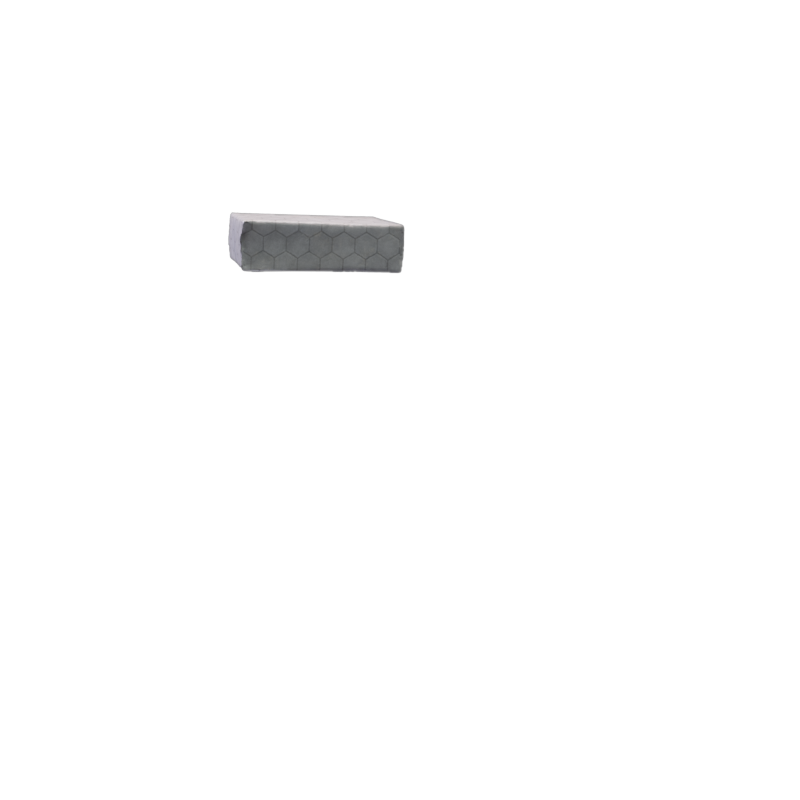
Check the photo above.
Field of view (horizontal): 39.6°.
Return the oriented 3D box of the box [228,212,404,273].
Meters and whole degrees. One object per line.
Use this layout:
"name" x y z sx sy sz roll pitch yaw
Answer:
"box" -0.061 -0.112 0.783 0.112 0.038 0.093 -2 11 -11
